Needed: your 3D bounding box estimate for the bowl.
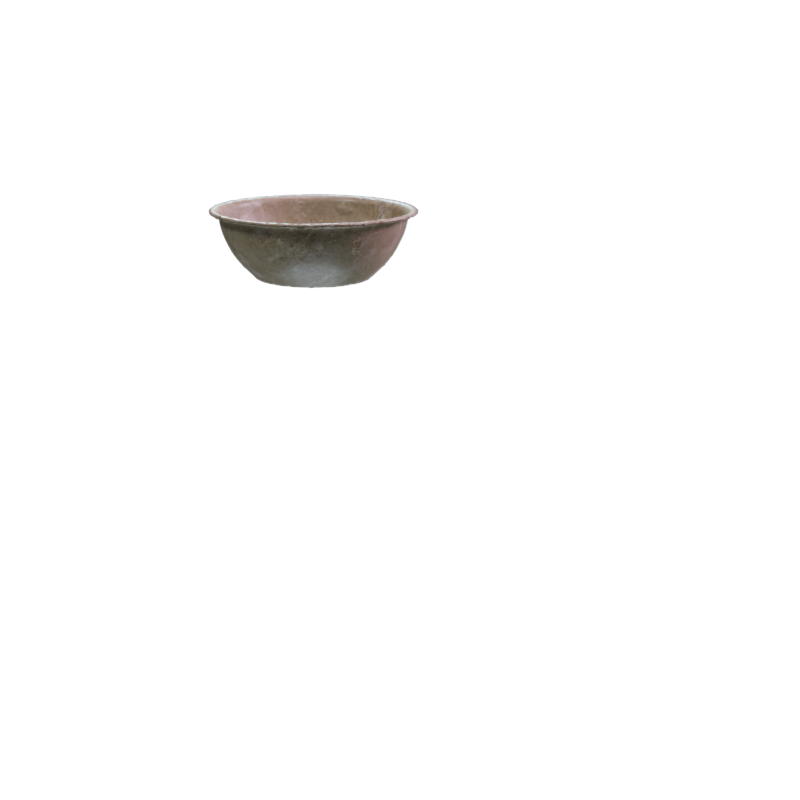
[{"bbox_3d":[-0.067,-0.123,0.861,0.162,0.053,0.168,-1,17,-2],"label":"bowl"}]
